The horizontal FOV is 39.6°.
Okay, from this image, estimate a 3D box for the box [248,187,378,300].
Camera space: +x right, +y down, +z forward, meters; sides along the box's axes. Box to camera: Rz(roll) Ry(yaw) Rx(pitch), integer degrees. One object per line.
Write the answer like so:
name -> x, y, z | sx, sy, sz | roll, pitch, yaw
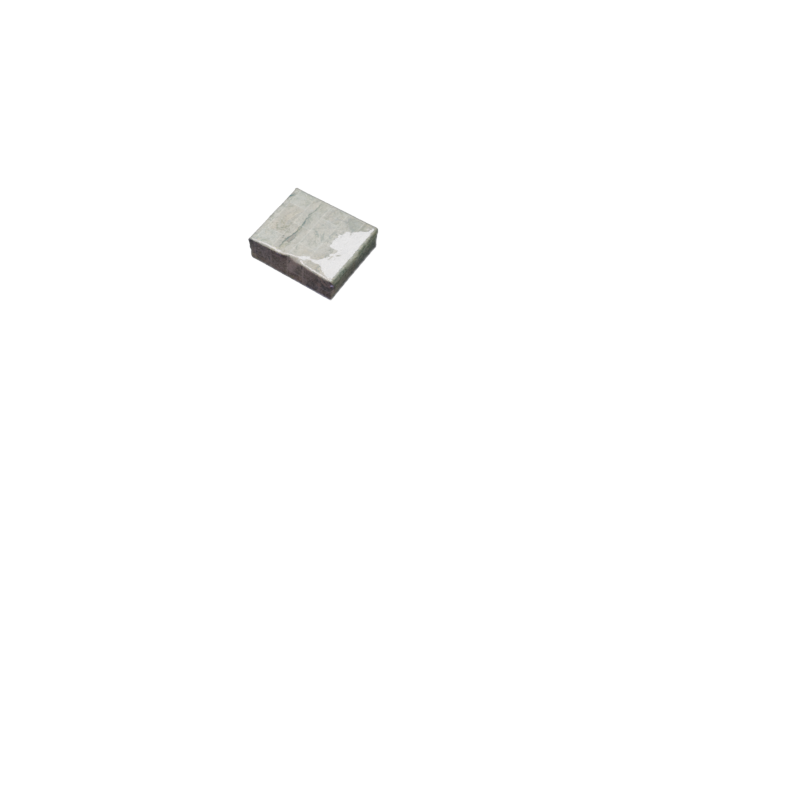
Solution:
box -> -0.076, -0.138, 0.969 | 0.093, 0.075, 0.028 | 29, -31, 19
